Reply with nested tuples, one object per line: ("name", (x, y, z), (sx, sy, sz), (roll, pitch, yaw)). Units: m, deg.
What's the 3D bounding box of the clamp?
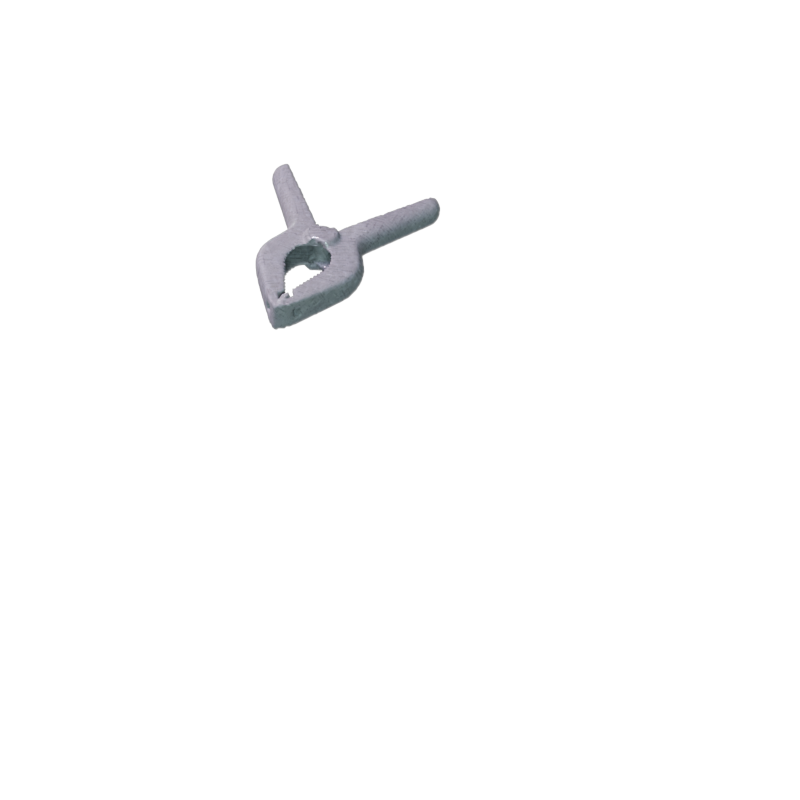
("clamp", (-0.077, -0.141, 0.989), (0.171, 0.034, 0.217), (18, 45, 19))
